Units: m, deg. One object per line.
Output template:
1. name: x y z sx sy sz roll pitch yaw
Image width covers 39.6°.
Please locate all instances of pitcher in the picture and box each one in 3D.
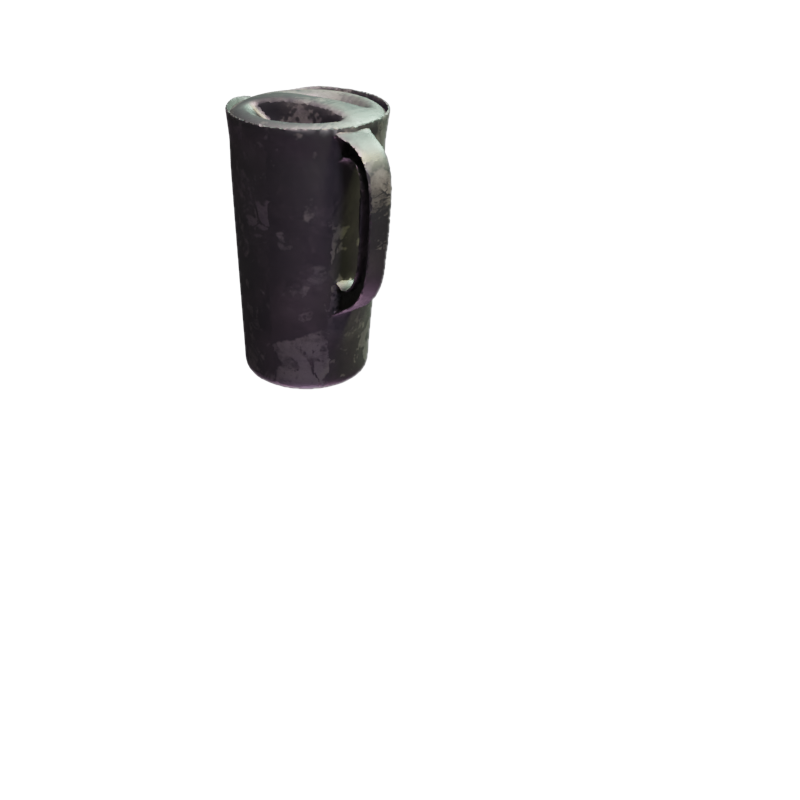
1. pitcher: -0.073 -0.132 0.927 0.147 0.231 0.155 5 25 8
